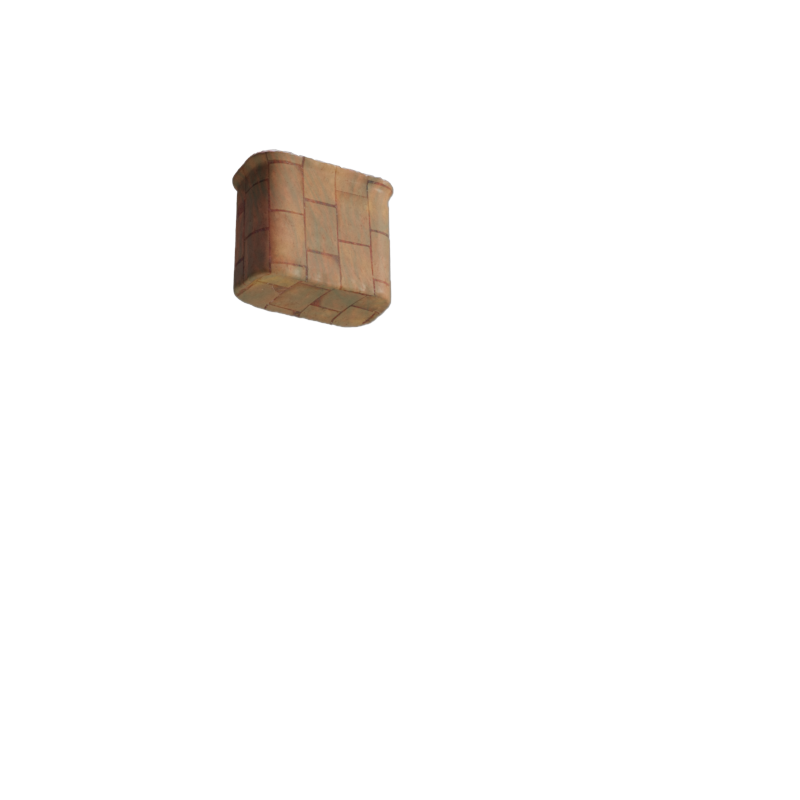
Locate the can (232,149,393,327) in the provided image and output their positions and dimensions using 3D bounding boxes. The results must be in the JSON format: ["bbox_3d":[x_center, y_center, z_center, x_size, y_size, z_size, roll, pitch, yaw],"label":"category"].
[{"bbox_3d":[-0.054,-0.099,0.693,0.098,0.089,0.057,12,-28,-26],"label":"can"}]
